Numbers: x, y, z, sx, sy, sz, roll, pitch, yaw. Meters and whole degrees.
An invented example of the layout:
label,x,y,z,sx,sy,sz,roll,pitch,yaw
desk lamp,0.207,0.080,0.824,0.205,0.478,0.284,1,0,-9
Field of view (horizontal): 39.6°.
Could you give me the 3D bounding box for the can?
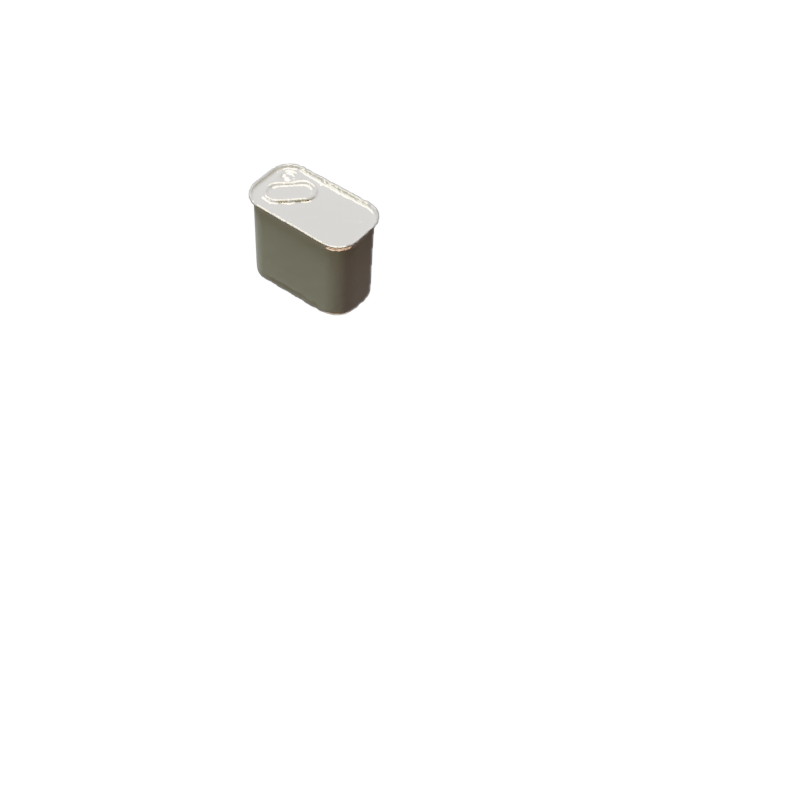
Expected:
label,x,y,z,sx,sy,sz,roll,pitch,yaw
can,-0.068,-0.124,0.871,0.107,0.078,0.058,32,55,23
